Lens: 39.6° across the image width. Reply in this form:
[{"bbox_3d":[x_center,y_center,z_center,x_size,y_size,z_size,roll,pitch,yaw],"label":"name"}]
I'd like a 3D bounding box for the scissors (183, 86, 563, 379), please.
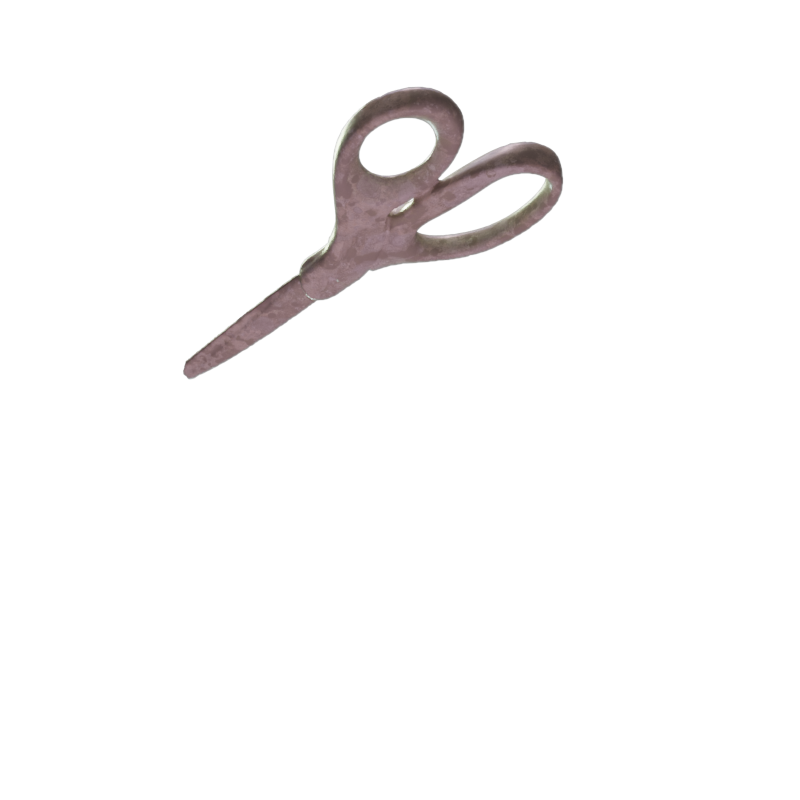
[{"bbox_3d":[-0.035,-0.064,0.448,0.203,0.017,0.089,-20,-42,24],"label":"scissors"}]
